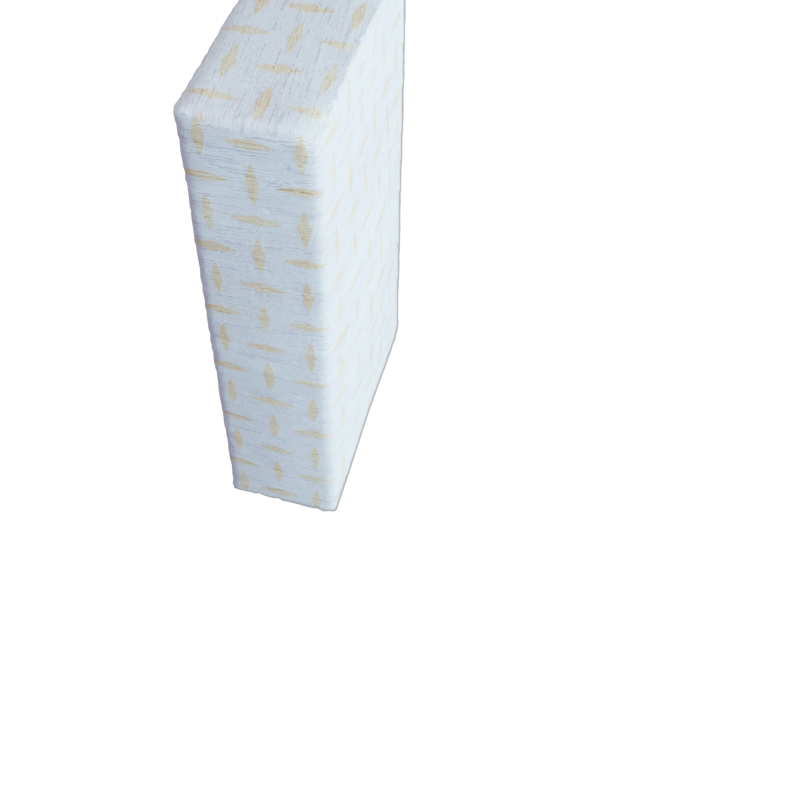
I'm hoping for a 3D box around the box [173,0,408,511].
[{"bbox_3d":[-0.028,-0.051,0.358,0.049,0.098,0.164,13,-37,6],"label":"box"}]
